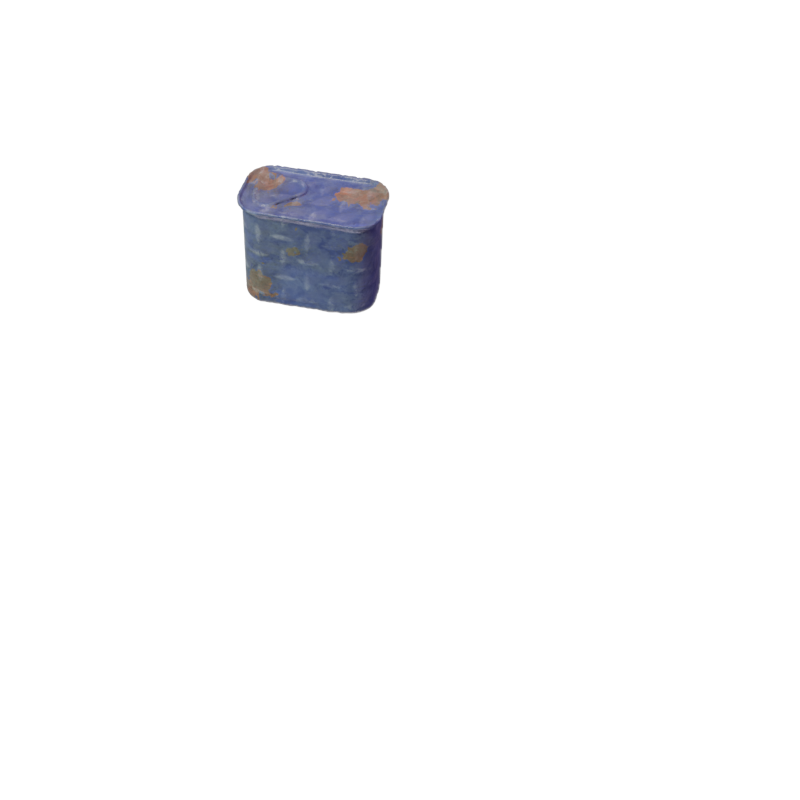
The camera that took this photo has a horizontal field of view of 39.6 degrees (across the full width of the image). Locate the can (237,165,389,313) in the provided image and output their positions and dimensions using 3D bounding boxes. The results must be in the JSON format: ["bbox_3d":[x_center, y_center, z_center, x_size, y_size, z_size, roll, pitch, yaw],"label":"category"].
[{"bbox_3d":[-0.062,-0.112,0.786,0.104,0.078,0.061,10,43,9],"label":"can"}]
